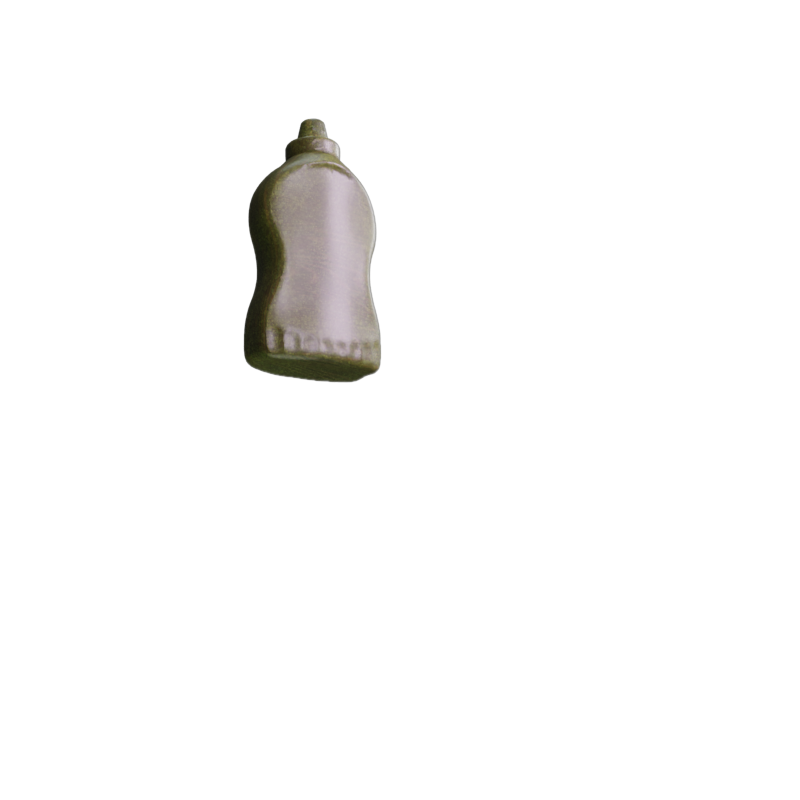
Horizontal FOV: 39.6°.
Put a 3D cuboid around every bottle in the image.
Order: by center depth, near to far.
[{"bbox_3d":[-0.062,-0.113,0.795,0.092,0.201,0.058,9,-23,-28],"label":"bottle"}]
